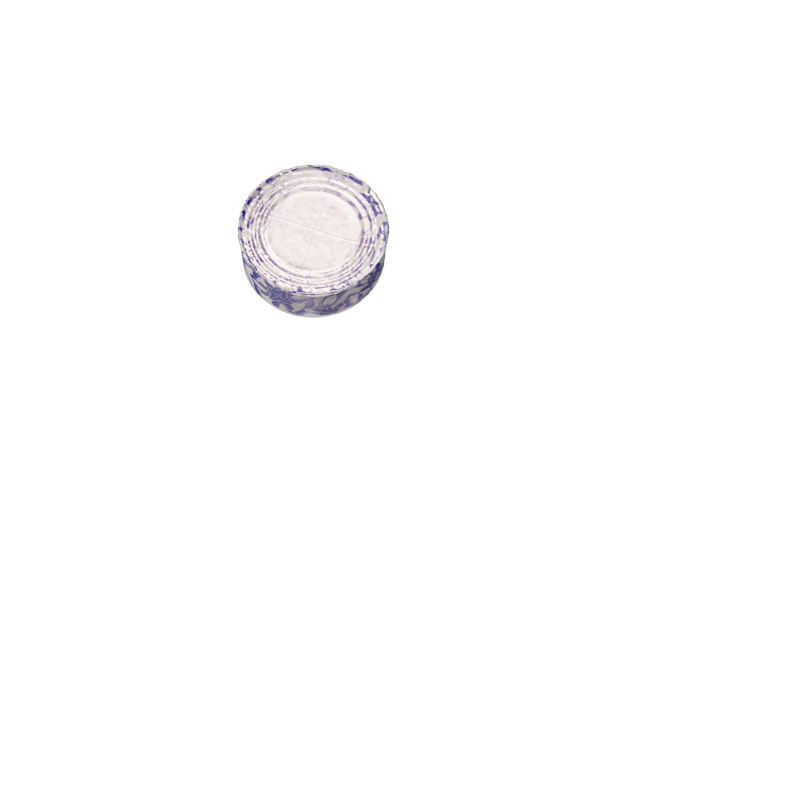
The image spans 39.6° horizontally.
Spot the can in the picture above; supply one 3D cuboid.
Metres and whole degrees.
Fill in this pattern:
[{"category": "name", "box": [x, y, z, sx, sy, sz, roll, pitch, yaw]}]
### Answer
[{"category": "can", "box": [-0.050, -0.092, 0.641, 0.086, 0.091, 0.032, -1, -28, -1]}]
